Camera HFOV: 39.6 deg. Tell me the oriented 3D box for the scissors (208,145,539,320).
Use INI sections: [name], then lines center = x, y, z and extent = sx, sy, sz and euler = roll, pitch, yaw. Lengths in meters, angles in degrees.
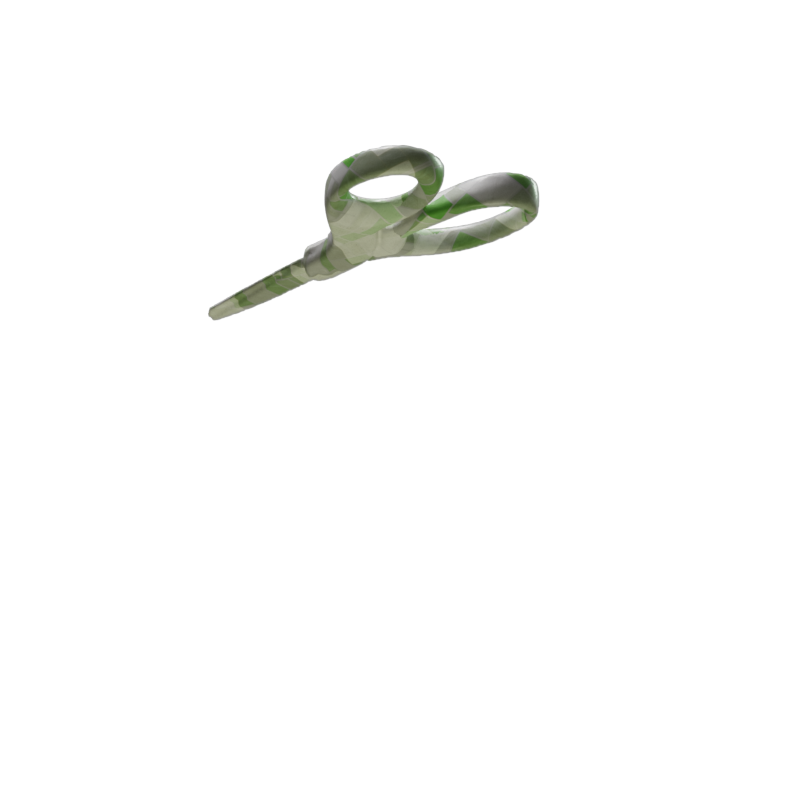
[scissors]
center = -0.038, -0.070, 0.491
extent = 0.205, 0.016, 0.090
euler = -11, -21, 32
